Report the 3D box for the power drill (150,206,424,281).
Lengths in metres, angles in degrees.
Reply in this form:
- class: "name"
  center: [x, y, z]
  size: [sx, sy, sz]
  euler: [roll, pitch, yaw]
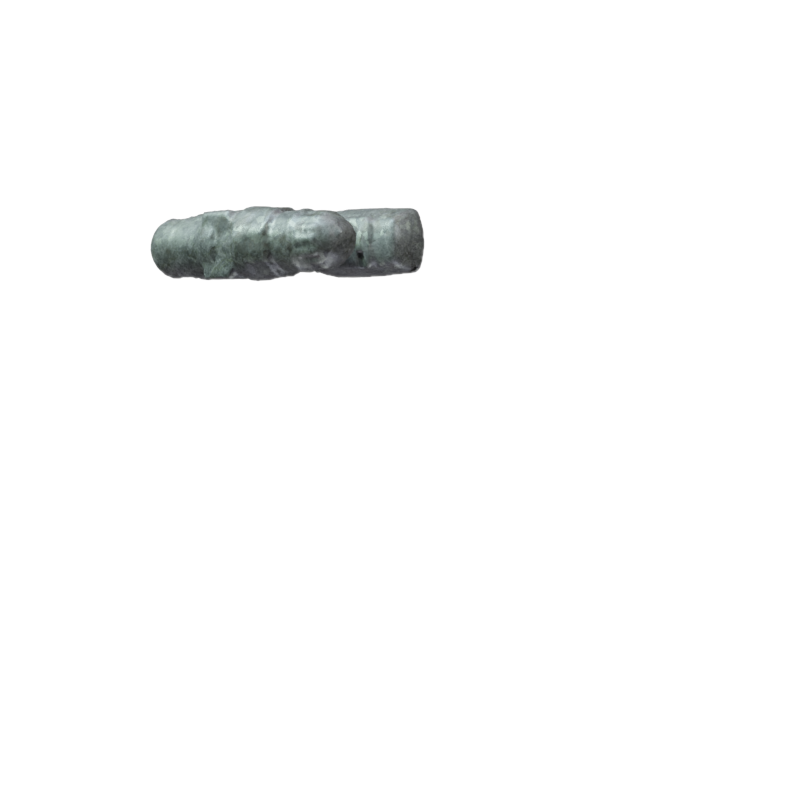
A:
- class: "power drill"
  center: [-0.065, -0.119, 0.836]
  size: [0.192, 0.057, 0.181]
  euler: [5, 8, 39]
